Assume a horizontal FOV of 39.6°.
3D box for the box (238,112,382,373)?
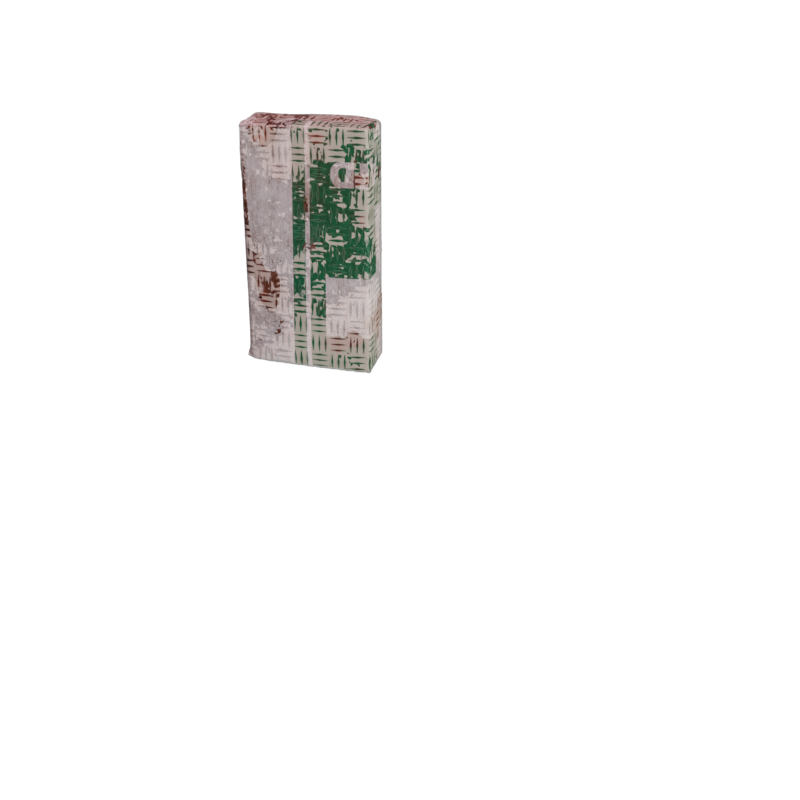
[{"bbox_3d":[-0.060,-0.111,0.776,0.096,0.169,0.049,7,19,15],"label":"box"}]
